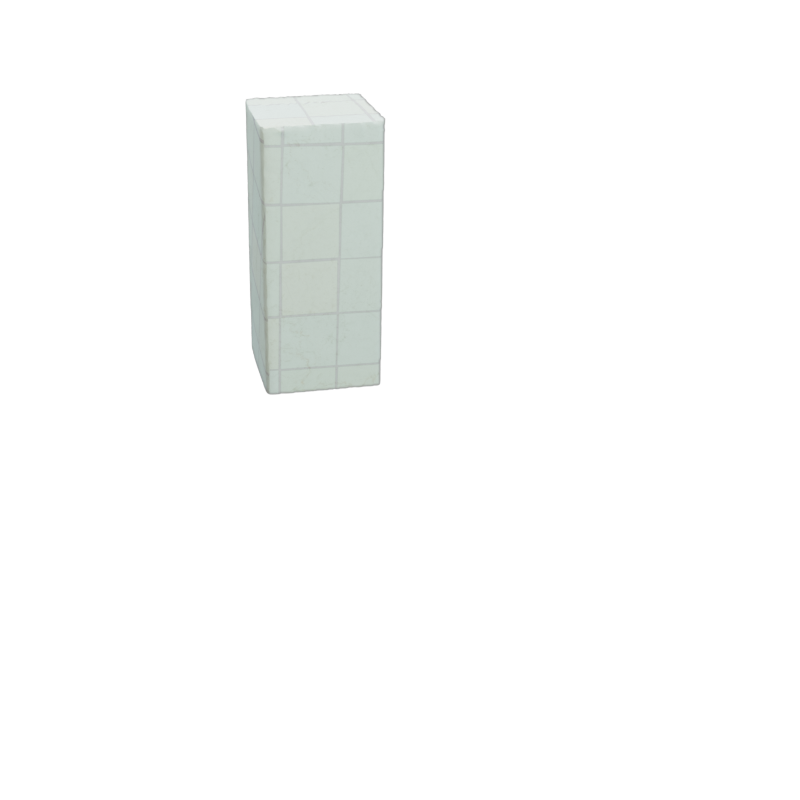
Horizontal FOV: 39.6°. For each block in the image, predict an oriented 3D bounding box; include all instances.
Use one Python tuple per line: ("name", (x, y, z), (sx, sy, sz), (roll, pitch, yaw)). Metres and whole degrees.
("block", (-0.066, -0.119, 0.835), (0.089, 0.196, 0.096), (-4, 23, -12))
